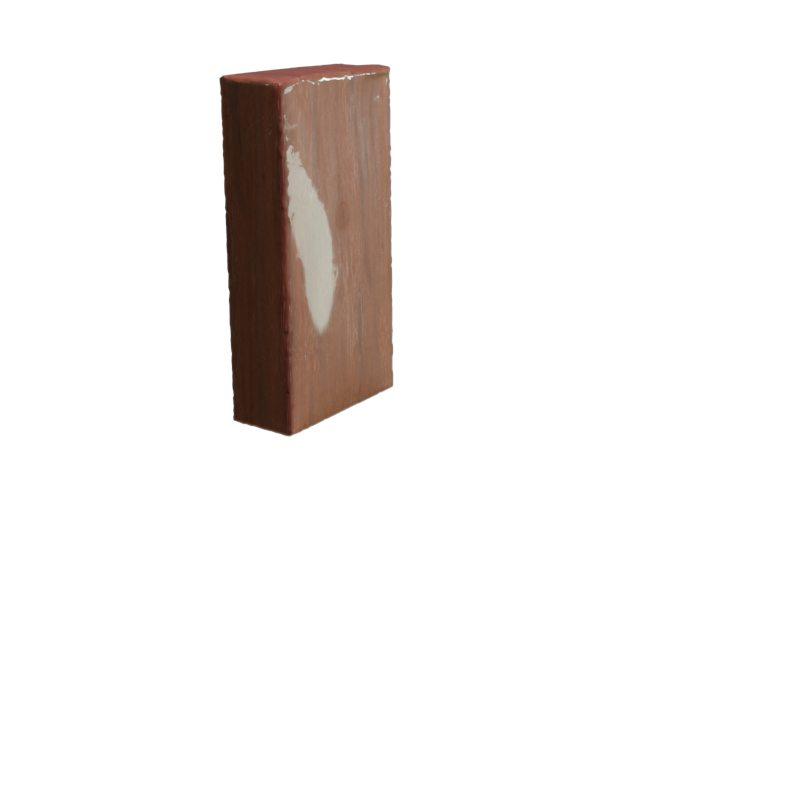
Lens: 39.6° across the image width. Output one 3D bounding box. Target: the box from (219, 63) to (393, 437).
[{"bbox_3d":[-0.044,-0.081,0.569,0.050,0.170,0.092,12,20,34],"label":"box"}]
